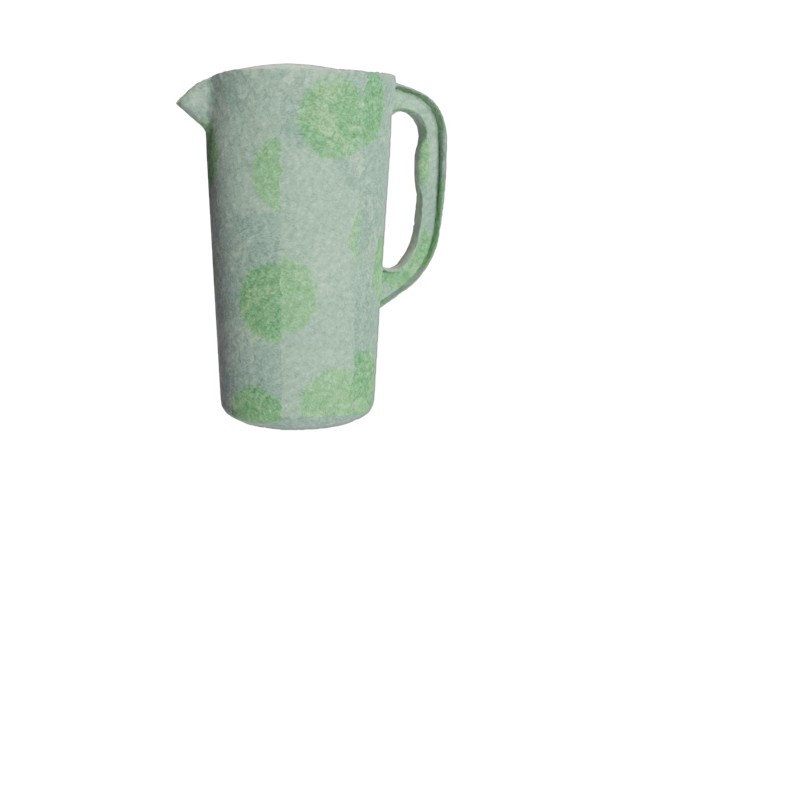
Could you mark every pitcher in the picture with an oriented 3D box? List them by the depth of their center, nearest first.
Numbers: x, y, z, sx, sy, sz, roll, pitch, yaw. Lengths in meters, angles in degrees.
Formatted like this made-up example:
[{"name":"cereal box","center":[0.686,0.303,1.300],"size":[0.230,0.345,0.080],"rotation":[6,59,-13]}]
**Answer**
[{"name":"pitcher","center":[-0.060,-0.110,0.770],"size":[0.155,0.240,0.142],"rotation":[4,8,27]}]
